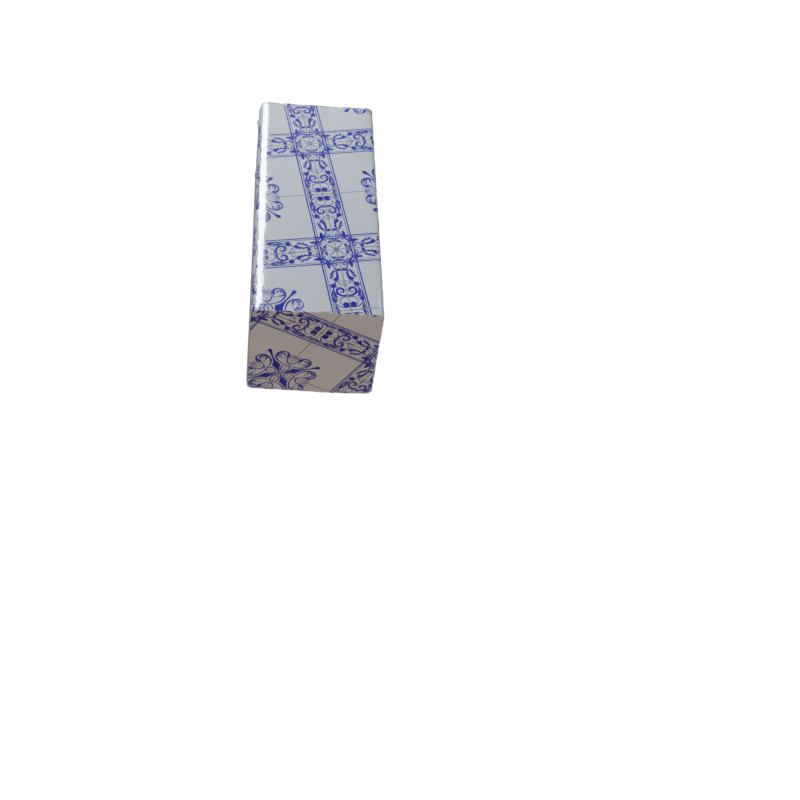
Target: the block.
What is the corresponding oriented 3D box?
[{"bbox_3d":[-0.065,-0.116,0.816,0.089,0.221,0.085,2,-39,-6],"label":"block"}]
